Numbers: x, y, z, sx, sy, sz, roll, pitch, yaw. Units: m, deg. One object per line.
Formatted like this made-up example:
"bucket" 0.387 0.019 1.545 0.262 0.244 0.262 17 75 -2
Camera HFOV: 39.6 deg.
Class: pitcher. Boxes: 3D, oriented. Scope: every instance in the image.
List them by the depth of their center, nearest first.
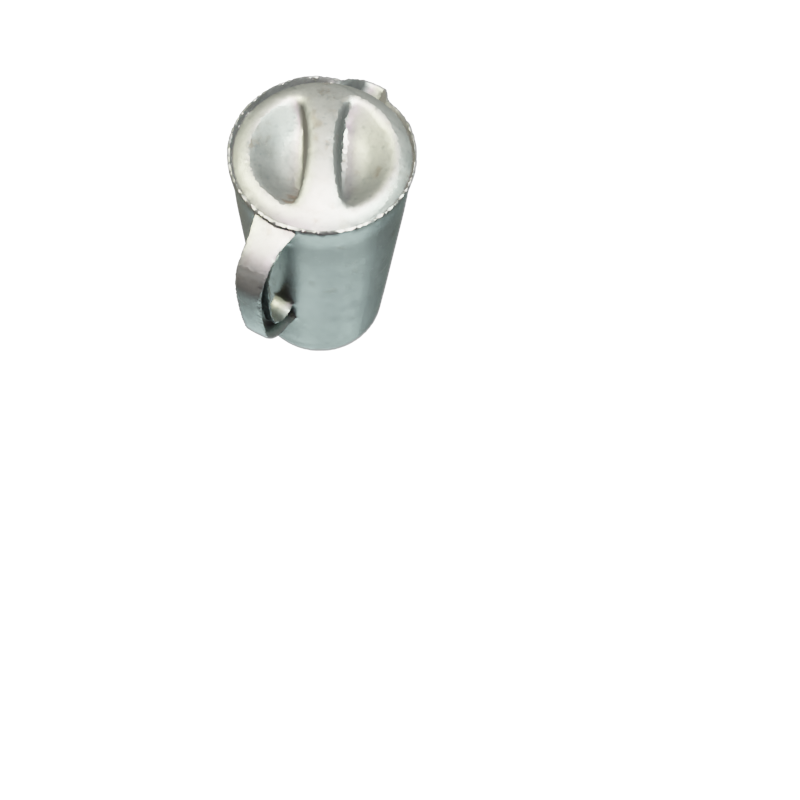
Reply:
"pitcher" -0.068 -0.124 0.871 0.148 0.154 0.230 -15 -23 -10
